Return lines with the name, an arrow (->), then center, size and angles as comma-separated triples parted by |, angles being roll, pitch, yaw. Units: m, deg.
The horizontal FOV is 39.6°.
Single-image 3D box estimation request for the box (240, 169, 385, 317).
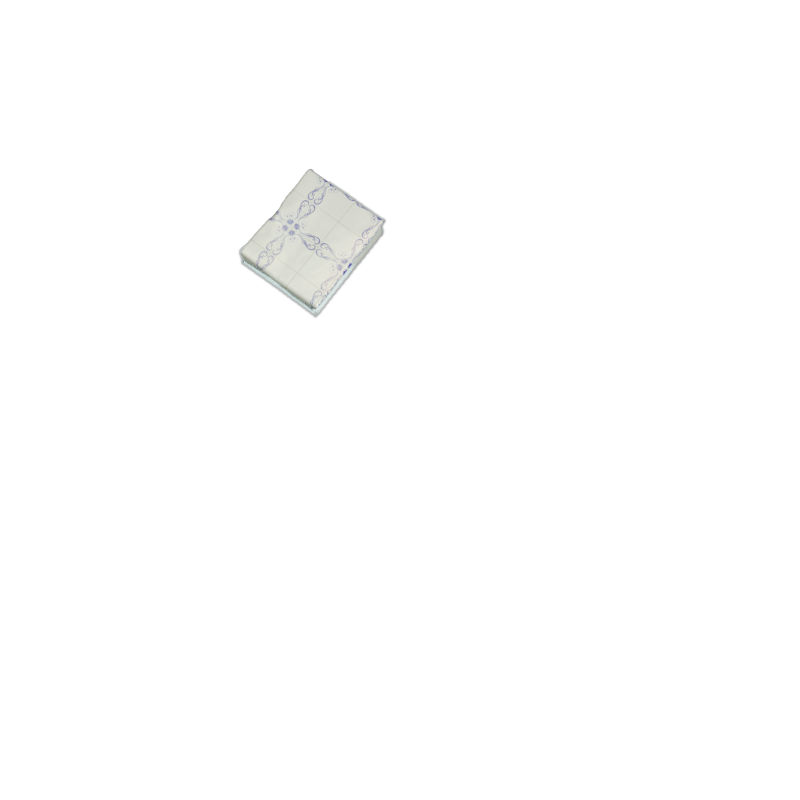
box -> -0.066, -0.120, 0.841 | 0.075, 0.091, 0.029 | 35, -16, 11
